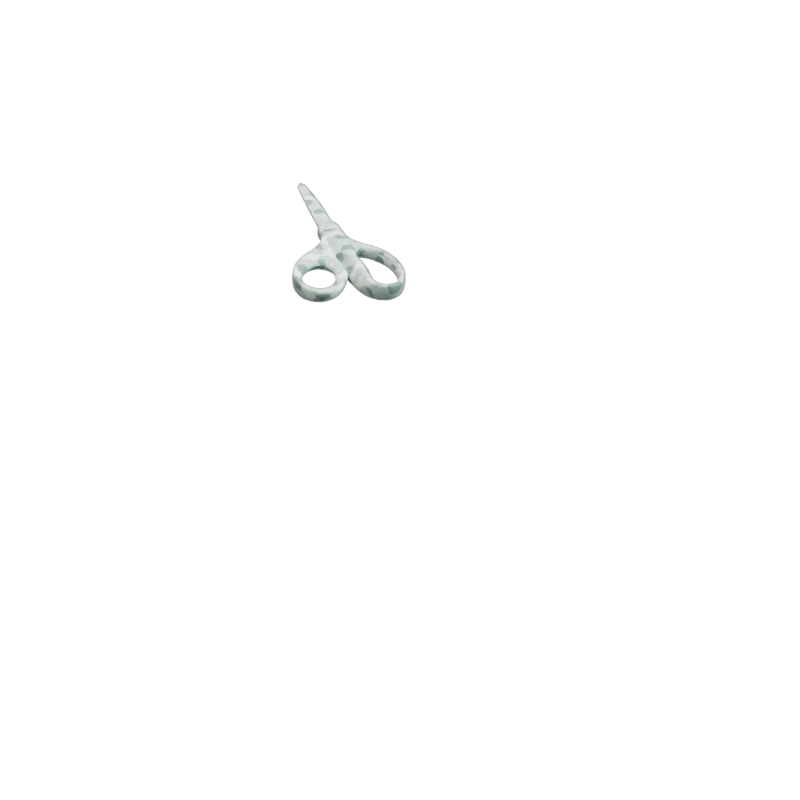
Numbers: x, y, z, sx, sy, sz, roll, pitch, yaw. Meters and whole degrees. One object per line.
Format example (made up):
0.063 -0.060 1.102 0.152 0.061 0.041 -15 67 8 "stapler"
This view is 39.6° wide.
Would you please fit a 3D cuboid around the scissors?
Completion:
-0.072 -0.131 0.915 0.095 0.015 0.217 -19 39 -26 "scissors"
